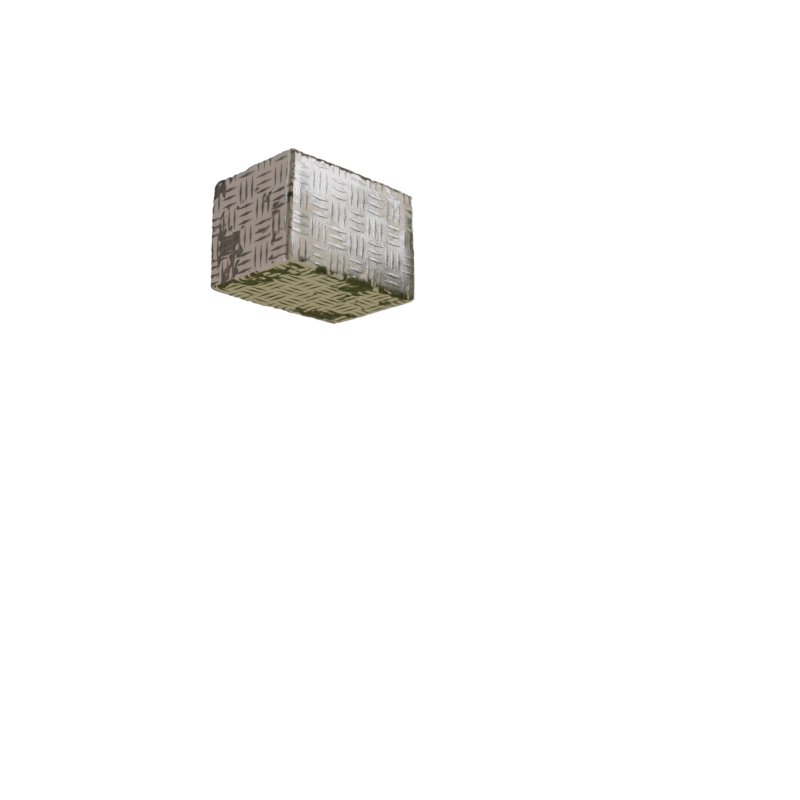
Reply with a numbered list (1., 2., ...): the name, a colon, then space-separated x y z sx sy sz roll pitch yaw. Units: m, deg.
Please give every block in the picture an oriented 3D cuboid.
1. block: -0.038 -0.070 0.490 0.053 0.053 0.073 -16 -22 42
